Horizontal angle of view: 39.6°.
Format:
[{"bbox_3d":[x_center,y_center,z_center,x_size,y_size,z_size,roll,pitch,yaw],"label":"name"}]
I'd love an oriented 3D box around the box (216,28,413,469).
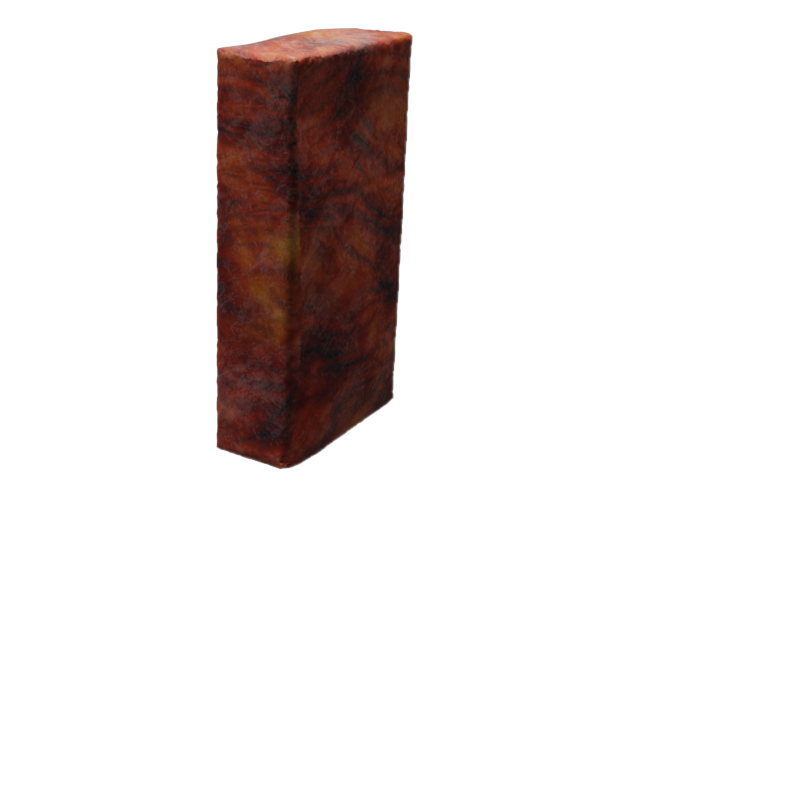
[{"bbox_3d":[-0.038,-0.069,0.481,0.050,0.169,0.093,11,21,28],"label":"box"}]
